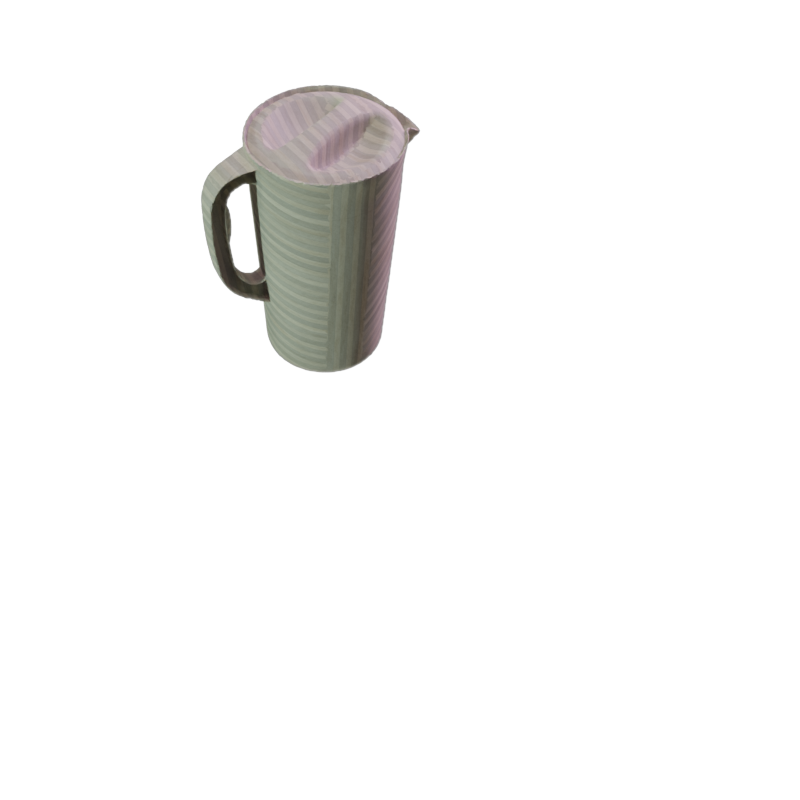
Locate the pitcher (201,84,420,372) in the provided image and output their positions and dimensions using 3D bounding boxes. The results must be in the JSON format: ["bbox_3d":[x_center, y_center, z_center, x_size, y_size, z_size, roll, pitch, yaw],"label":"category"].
[{"bbox_3d":[-0.075,-0.136,0.956,0.153,0.226,0.152,14,47,11],"label":"pitcher"}]
